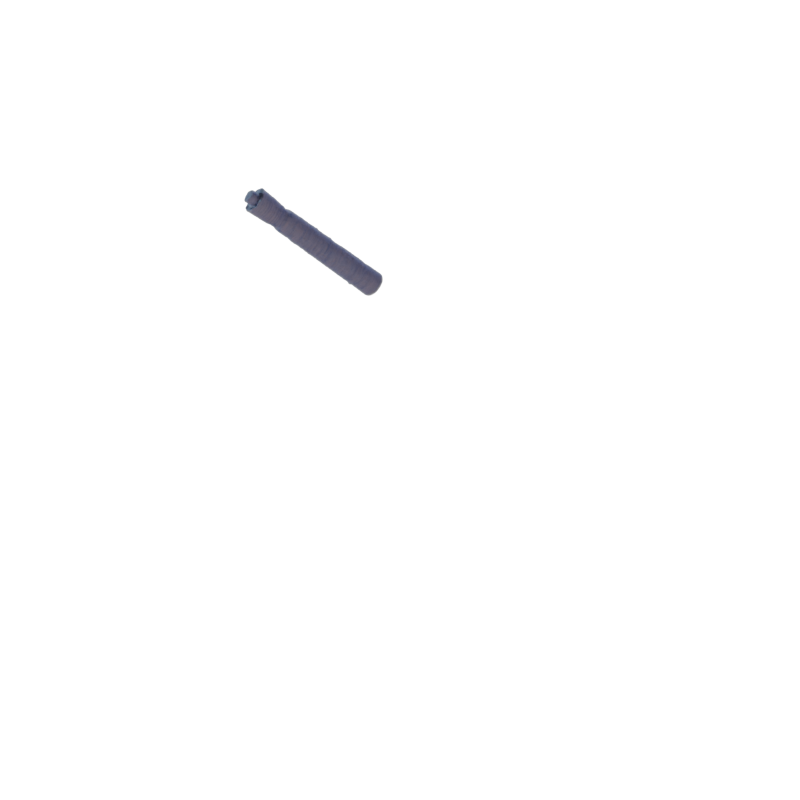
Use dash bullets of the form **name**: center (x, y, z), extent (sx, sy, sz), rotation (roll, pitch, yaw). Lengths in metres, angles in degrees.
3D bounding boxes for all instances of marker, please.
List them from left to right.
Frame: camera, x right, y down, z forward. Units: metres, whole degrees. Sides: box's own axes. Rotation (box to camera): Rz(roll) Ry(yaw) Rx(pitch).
- **marker**: center (-0.061, -0.111, 0.779), extent (0.114, 0.020, 0.020), rotation (33, -14, -28)
